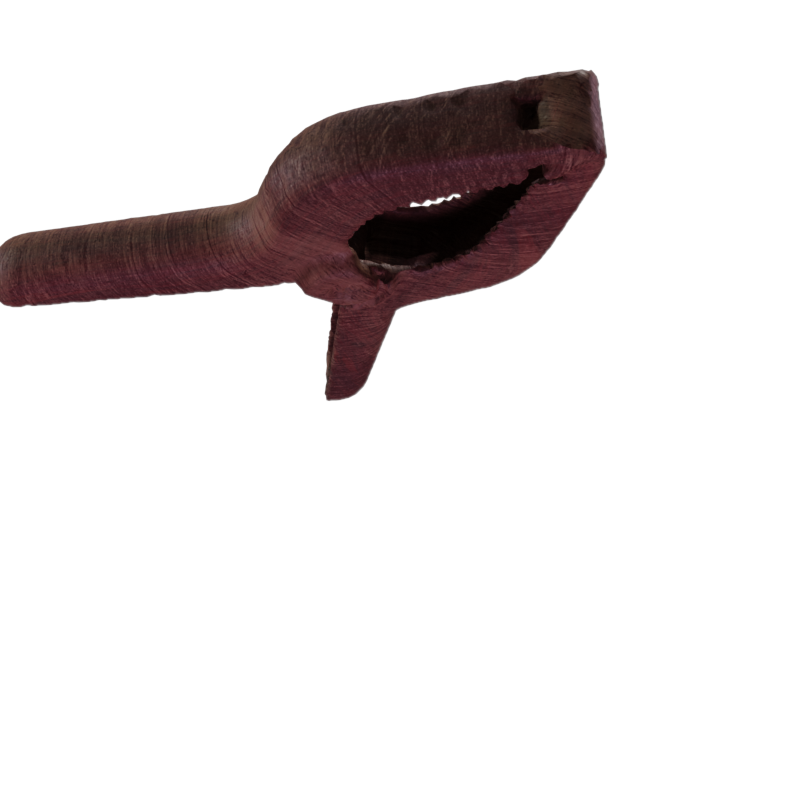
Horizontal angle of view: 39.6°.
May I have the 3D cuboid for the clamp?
[{"bbox_3d":[-0.028,-0.052,0.362,0.157,0.038,0.209,14,-25,-33],"label":"clamp"}]
